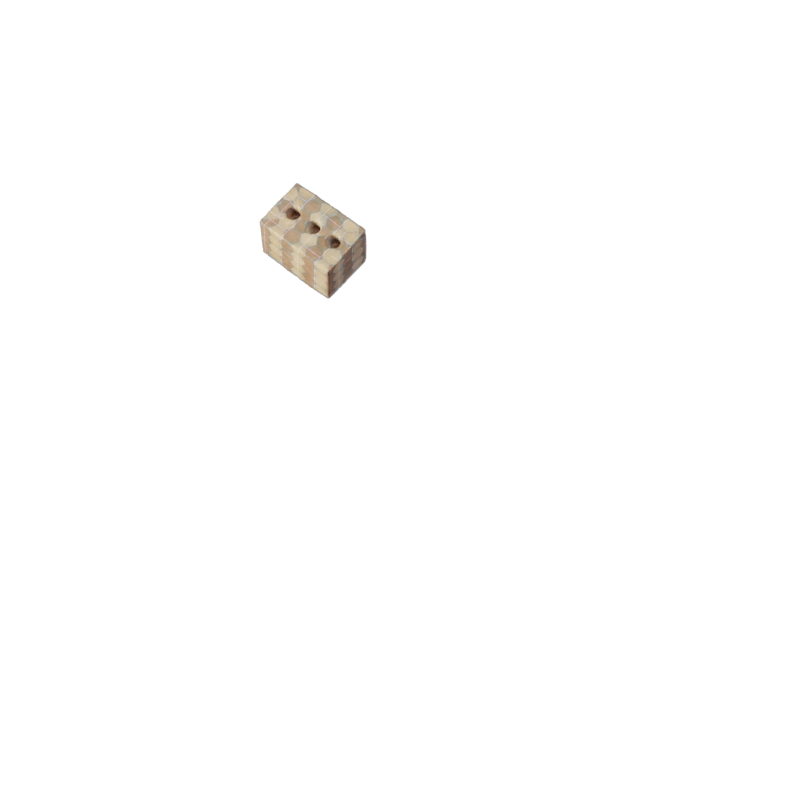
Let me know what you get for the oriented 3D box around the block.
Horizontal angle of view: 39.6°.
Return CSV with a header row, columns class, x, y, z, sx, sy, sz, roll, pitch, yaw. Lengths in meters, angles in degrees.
class,x,y,z,sx,sy,sz,roll,pitch,yaw
block,-0.074,-0.135,0.948,0.081,0.054,0.048,35,-23,16
